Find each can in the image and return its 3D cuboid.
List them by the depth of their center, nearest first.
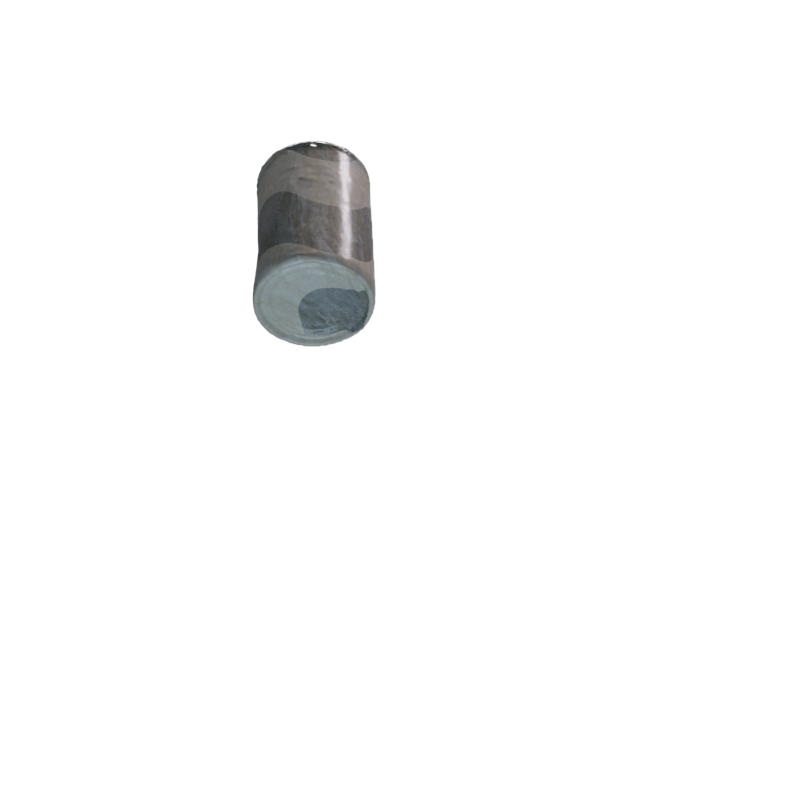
[{"bbox_3d":[-0.049,-0.089,0.626,0.068,0.110,0.064,-1,-45,-3],"label":"can"}]
